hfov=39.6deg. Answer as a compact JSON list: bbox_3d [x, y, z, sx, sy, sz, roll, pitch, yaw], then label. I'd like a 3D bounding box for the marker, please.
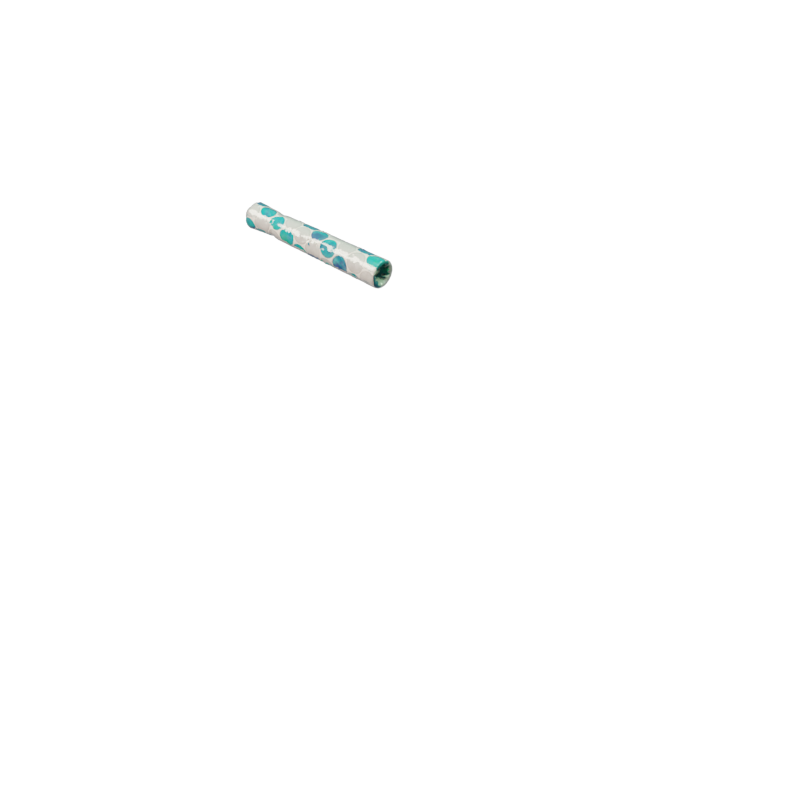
[{"bbox_3d":[-0.056,-0.102,0.717,0.129,0.019,0.019,29,21,36],"label":"marker"}]
